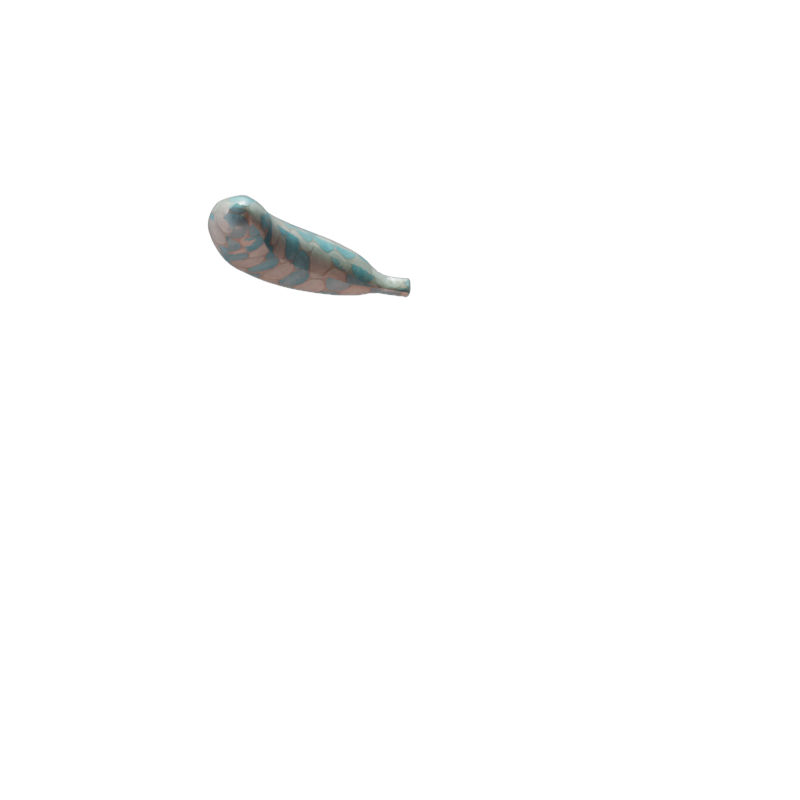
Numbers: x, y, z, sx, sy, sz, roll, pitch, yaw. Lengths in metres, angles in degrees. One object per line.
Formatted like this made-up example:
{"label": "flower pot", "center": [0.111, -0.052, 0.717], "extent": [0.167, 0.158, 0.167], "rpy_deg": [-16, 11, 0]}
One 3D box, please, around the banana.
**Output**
{"label": "banana", "center": [-0.065, -0.091, 0.657], "extent": [0.071, 0.038, 0.188], "rpy_deg": [-4, -7, 28]}
